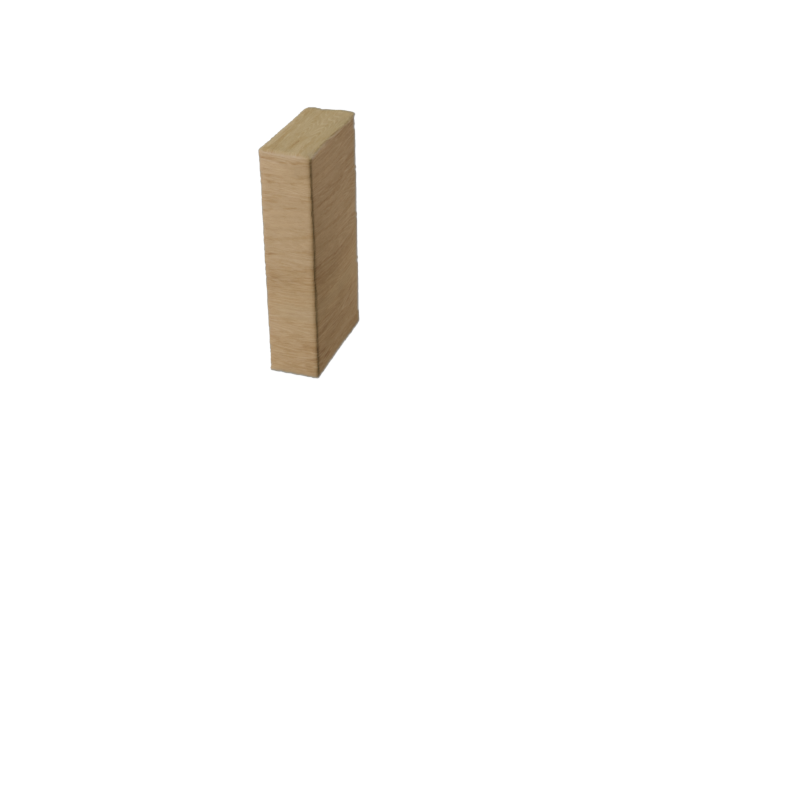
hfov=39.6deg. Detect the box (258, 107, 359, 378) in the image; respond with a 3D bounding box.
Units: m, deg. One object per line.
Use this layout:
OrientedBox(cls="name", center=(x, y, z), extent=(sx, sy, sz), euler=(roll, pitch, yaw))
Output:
OrientedBox(cls="box", center=(-0.063, -0.116, 0.811), extent=(0.049, 0.166, 0.096), euler=(11, 32, 14))
